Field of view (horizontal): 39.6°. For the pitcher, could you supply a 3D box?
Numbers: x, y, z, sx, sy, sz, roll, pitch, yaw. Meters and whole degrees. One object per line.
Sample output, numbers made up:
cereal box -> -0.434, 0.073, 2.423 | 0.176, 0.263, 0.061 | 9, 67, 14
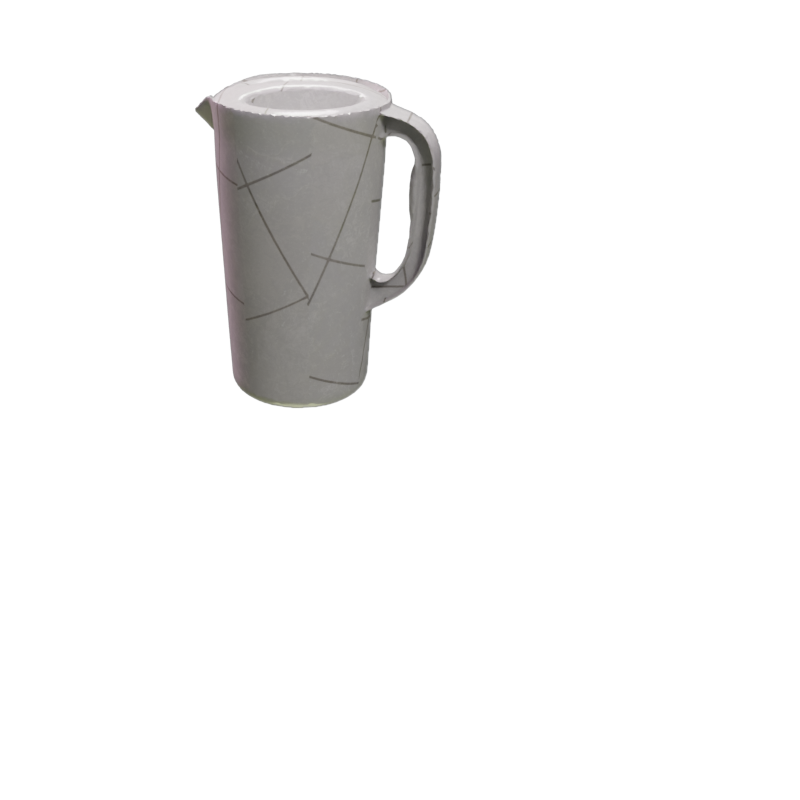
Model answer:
pitcher -> -0.066, -0.120, 0.841 | 0.142, 0.231, 0.160 | -11, 27, -26
